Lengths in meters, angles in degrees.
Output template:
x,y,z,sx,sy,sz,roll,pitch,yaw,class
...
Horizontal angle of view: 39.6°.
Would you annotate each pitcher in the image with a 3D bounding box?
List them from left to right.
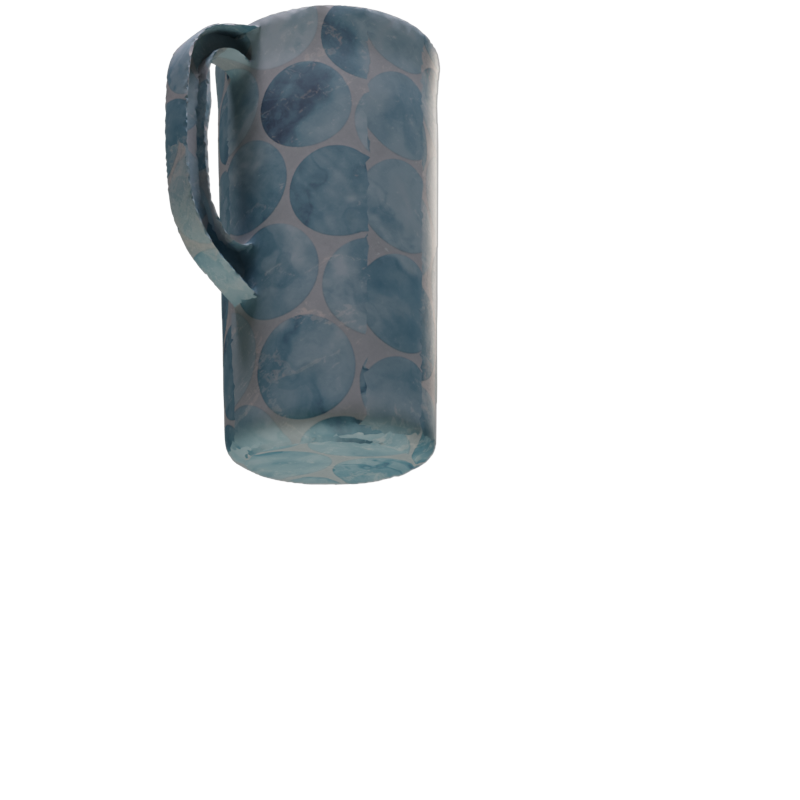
x,y,z,sx,sy,sz,roll,pitch,yaw,class
-0.047,-0.086,0.605,0.149,0.256,0.137,-2,-23,0,pitcher
